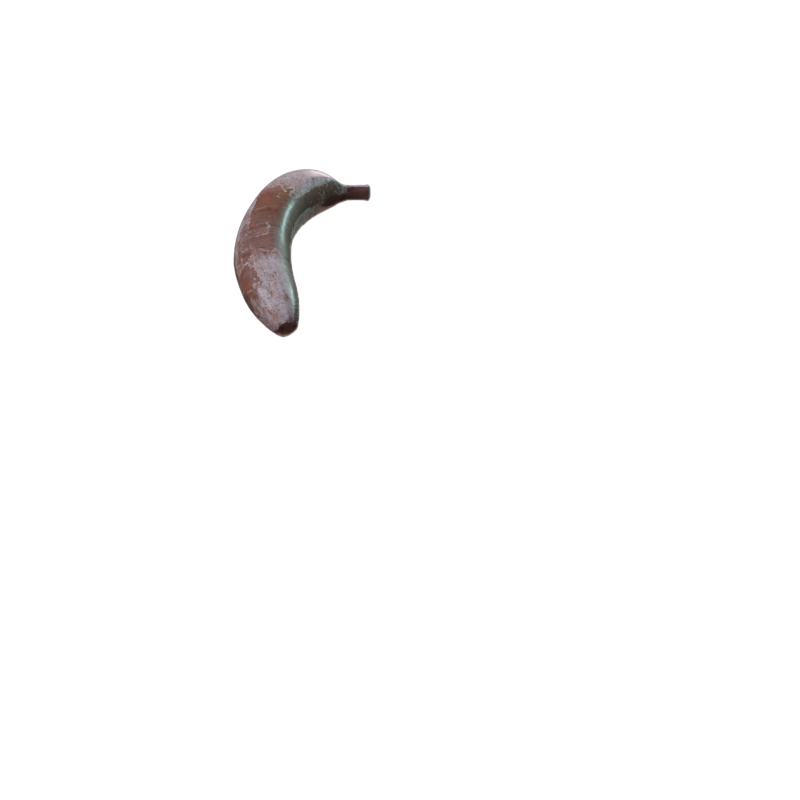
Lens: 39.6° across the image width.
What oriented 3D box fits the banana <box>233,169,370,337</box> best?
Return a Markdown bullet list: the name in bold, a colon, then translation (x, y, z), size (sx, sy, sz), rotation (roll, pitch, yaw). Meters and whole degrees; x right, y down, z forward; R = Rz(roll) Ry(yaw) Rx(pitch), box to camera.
- **banana**: translation (-0.075, -0.111, 0.742), size (0.071, 0.034, 0.207), rotation (8, 38, 10)
